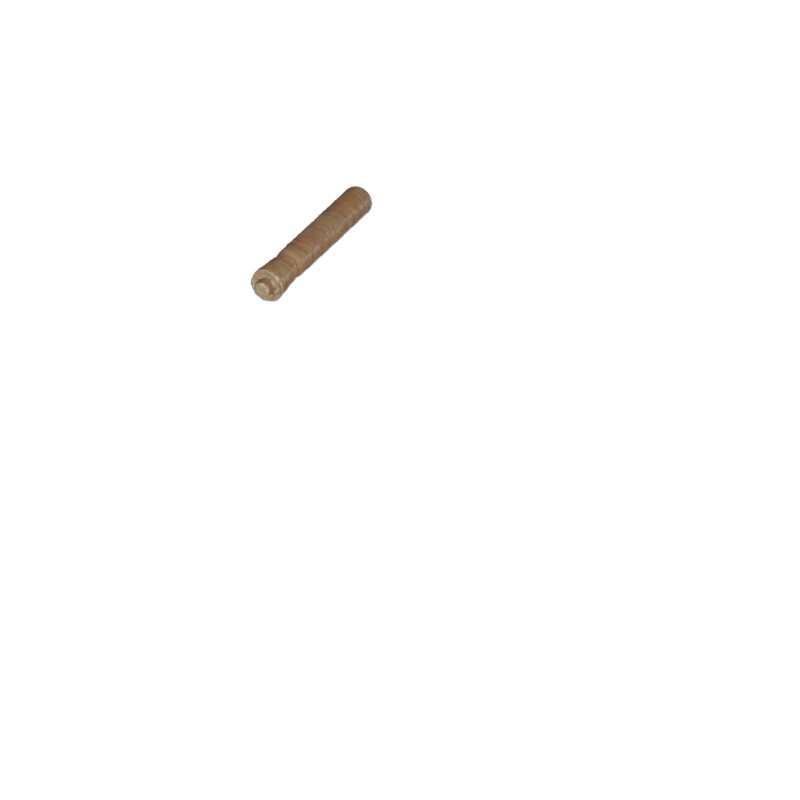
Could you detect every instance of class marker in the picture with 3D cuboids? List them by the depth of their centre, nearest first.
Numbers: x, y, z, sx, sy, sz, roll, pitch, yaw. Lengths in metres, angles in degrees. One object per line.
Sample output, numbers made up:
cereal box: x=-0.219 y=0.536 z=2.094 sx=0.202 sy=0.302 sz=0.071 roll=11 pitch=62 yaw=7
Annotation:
marker: x=-0.048 y=-0.088 z=0.614 sx=0.020 sy=0.019 sz=0.124 roll=1 pitch=31 yaw=25
